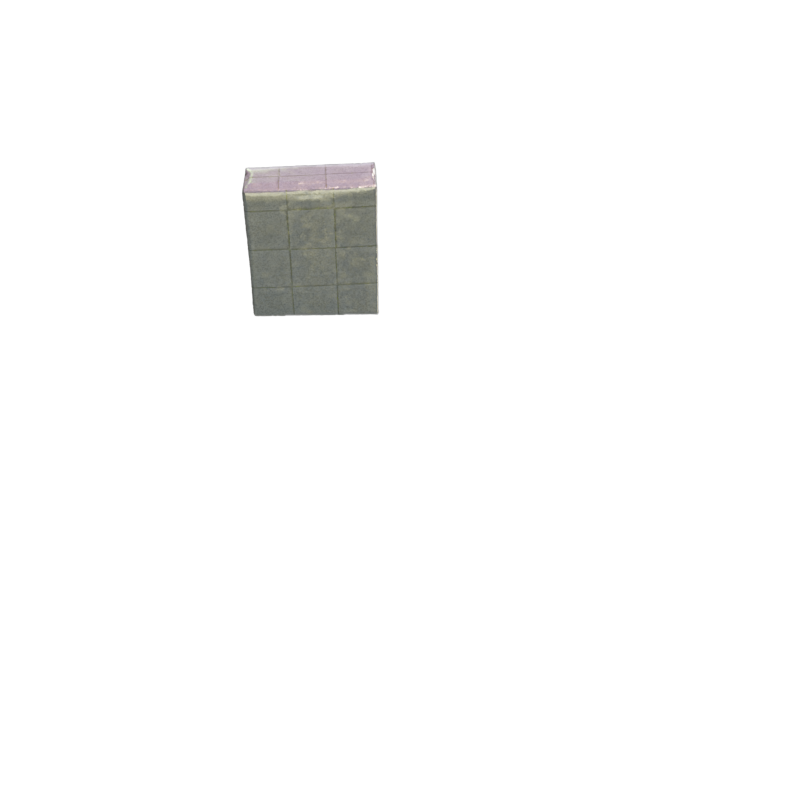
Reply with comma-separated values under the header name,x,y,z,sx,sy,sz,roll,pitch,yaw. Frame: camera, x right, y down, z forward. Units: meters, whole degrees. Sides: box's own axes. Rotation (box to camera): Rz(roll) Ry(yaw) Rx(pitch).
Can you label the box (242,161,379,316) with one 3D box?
name,x,y,z,sx,sy,sz,roll,pitch,yaw
box,-0.049,-0.090,0.628,0.073,0.083,0.032,-1,37,0
